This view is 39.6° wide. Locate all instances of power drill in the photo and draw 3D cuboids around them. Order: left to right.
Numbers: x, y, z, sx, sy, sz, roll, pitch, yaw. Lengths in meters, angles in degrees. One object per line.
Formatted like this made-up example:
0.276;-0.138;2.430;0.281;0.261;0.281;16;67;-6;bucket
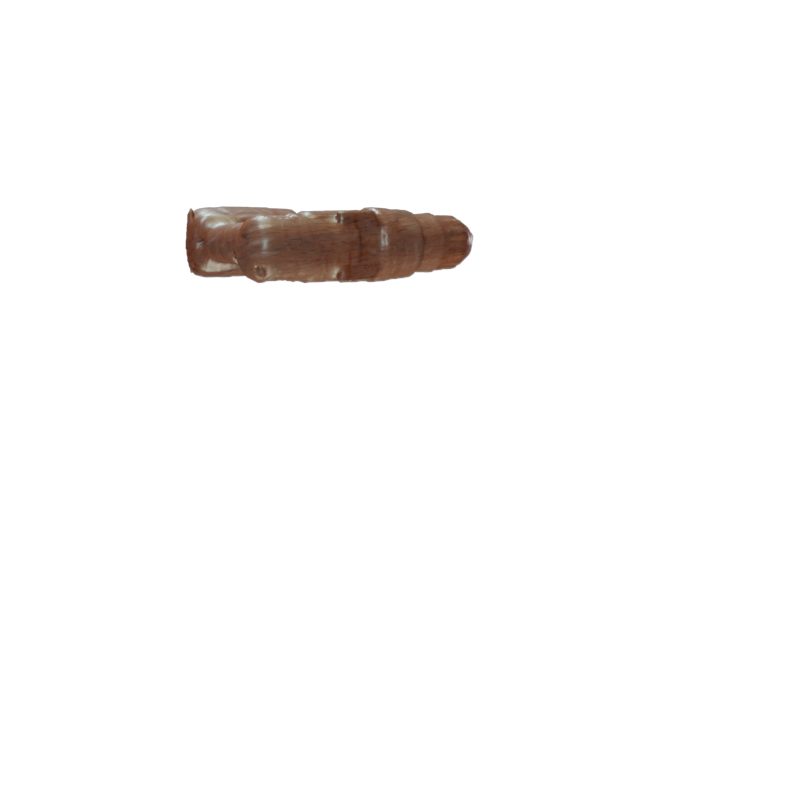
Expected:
-0.065;-0.119;0.832;0.178;0.057;0.195;-4;8;-32;power drill
